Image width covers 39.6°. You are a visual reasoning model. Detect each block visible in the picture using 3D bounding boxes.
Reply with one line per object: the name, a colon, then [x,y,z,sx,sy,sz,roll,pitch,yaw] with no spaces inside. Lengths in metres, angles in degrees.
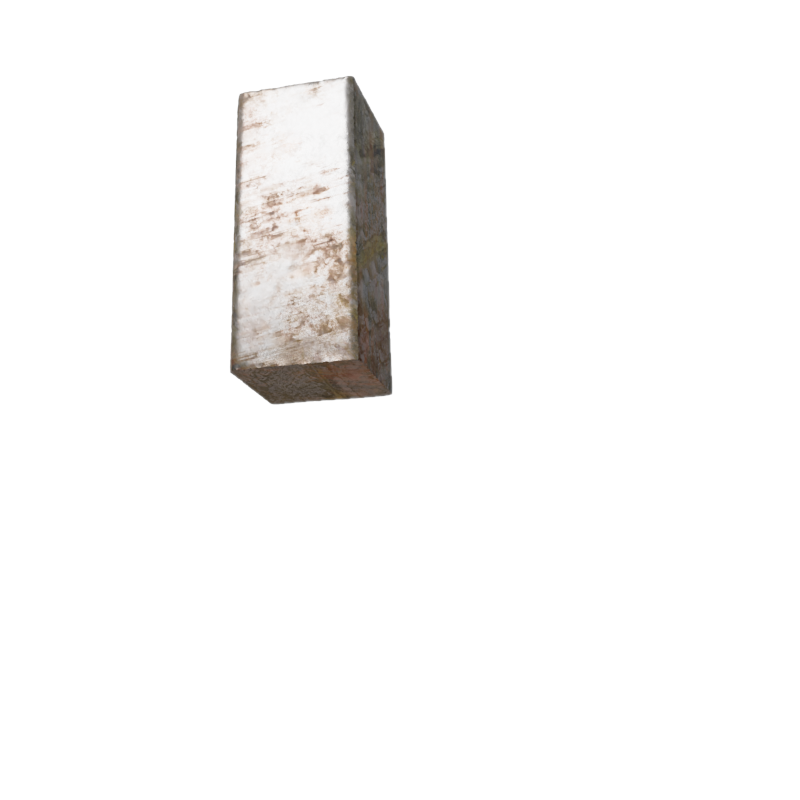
block: [-0.061,-0.111,0.778,0.091,0.217,0.085,-7,-22,13]
